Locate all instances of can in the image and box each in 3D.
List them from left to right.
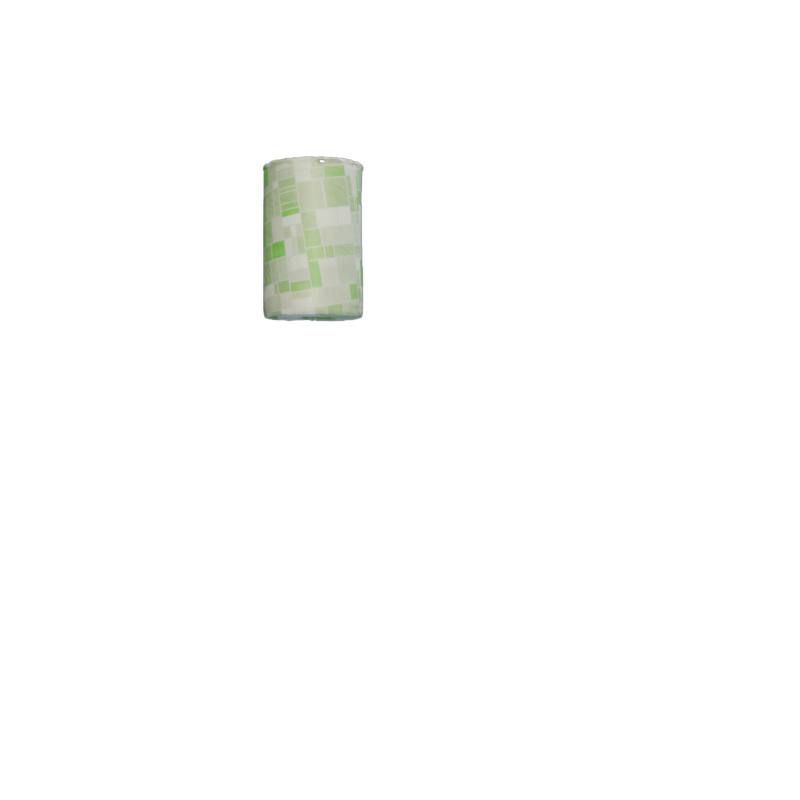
[{"bbox_3d":[-0.058,-0.105,0.738,0.068,0.104,0.068,0,-6,-2],"label":"can"}]
